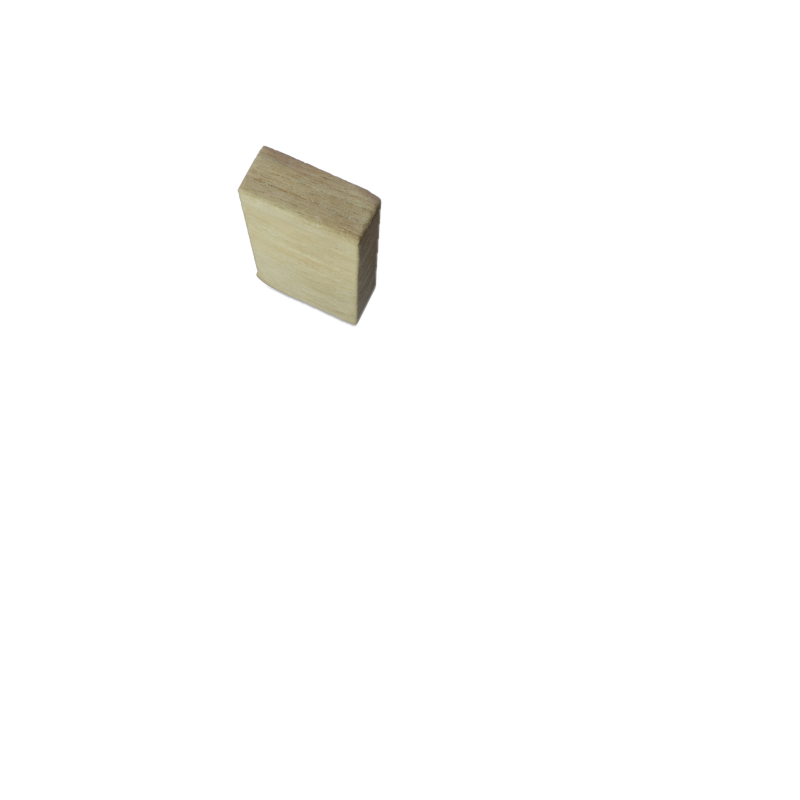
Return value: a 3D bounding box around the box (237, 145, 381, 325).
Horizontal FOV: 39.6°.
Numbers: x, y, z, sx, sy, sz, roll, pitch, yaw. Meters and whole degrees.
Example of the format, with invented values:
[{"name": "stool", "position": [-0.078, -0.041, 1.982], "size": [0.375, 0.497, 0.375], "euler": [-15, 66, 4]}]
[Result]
[{"name": "box", "position": [-0.064, -0.117, 0.817], "size": [0.095, 0.049, 0.169], "euler": [26, -17, 5]}]
